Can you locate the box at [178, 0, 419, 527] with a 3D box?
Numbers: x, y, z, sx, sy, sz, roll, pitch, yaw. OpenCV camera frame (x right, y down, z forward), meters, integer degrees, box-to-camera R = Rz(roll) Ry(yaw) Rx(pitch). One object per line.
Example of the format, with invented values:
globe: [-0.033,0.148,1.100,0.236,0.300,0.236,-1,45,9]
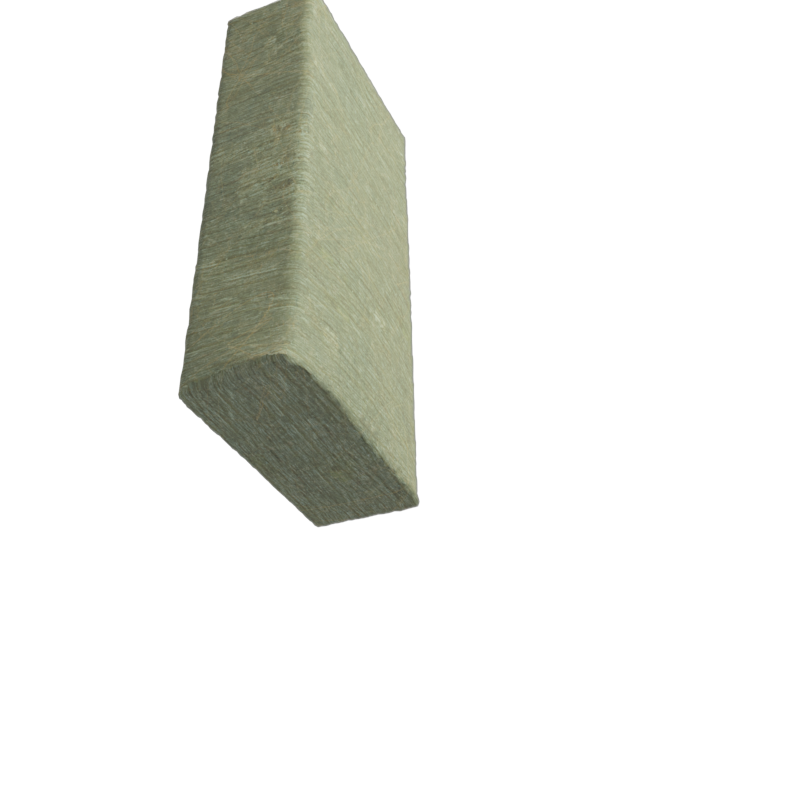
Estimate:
box: [-0.031,-0.057,0.400,0.048,0.189,0.086,-19,-42,18]
